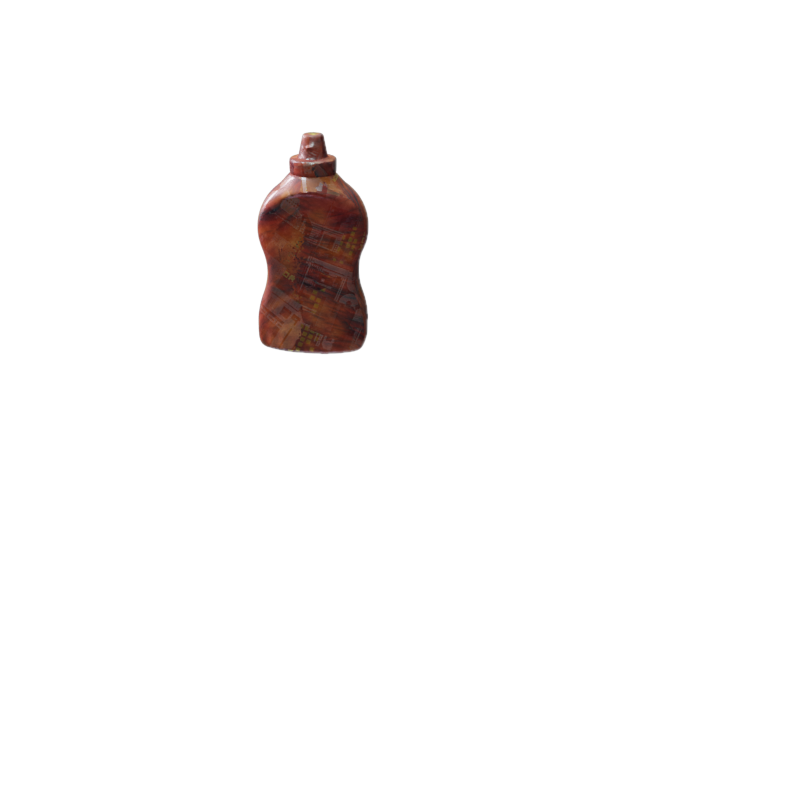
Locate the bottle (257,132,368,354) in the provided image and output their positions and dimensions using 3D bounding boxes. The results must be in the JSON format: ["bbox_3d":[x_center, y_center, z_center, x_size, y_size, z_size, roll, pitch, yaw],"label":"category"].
[{"bbox_3d":[-0.076,-0.138,0.970,0.097,0.184,0.060,4,17,9],"label":"bottle"}]
